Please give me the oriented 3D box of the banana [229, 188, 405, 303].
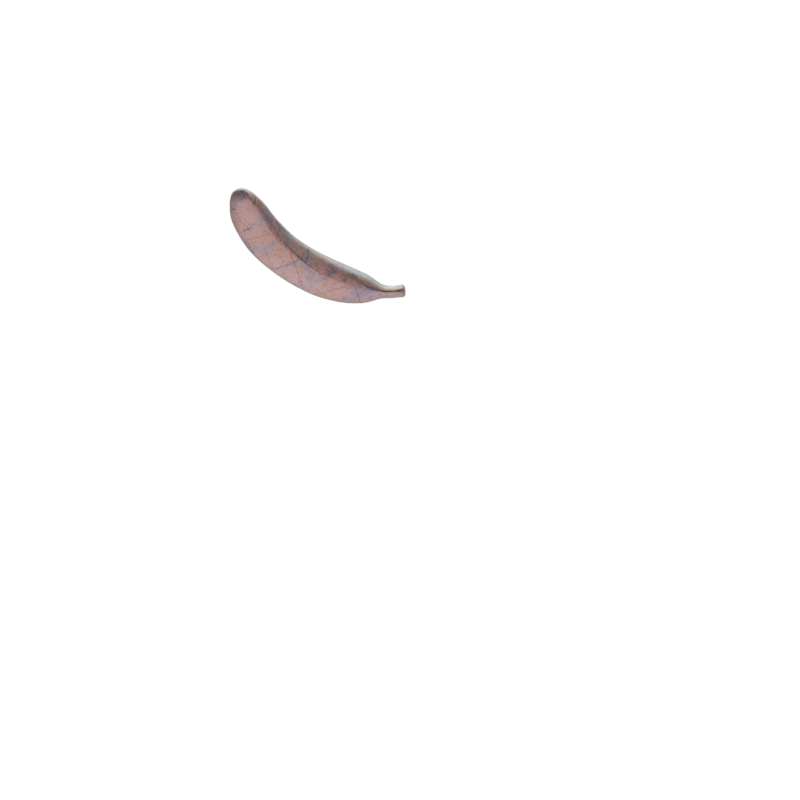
[{"bbox_3d":[-0.086,-0.130,0.980,0.186,0.039,0.069,26,-42,-34],"label":"banana"}]
